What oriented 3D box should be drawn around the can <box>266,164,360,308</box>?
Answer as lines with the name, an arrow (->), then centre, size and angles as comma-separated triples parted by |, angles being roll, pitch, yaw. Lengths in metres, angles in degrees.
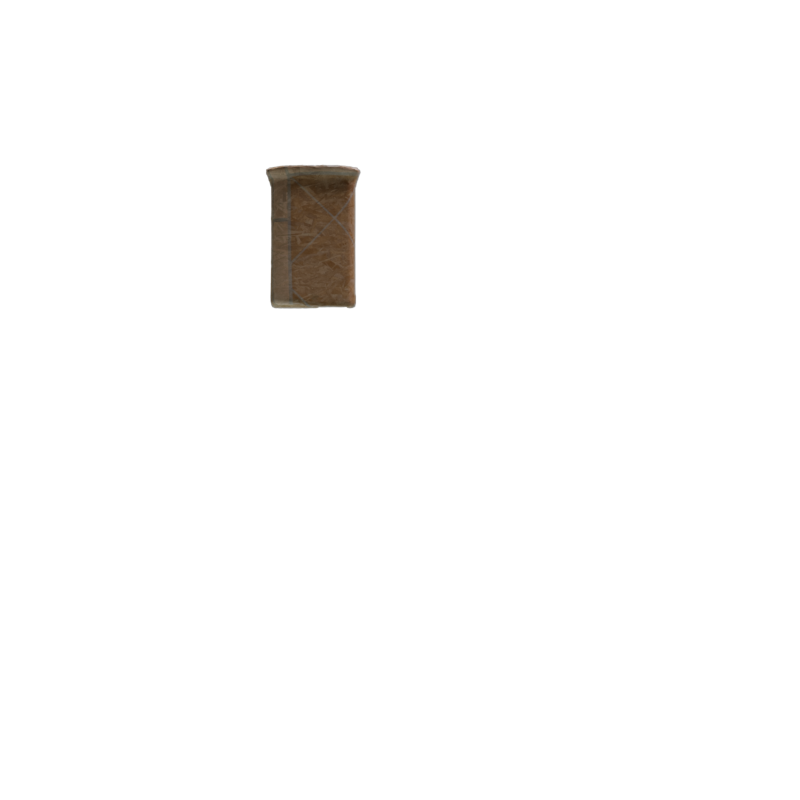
can -> -0.055, -0.100, 0.698 | 0.057, 0.084, 0.102 | 0, 1, -3
